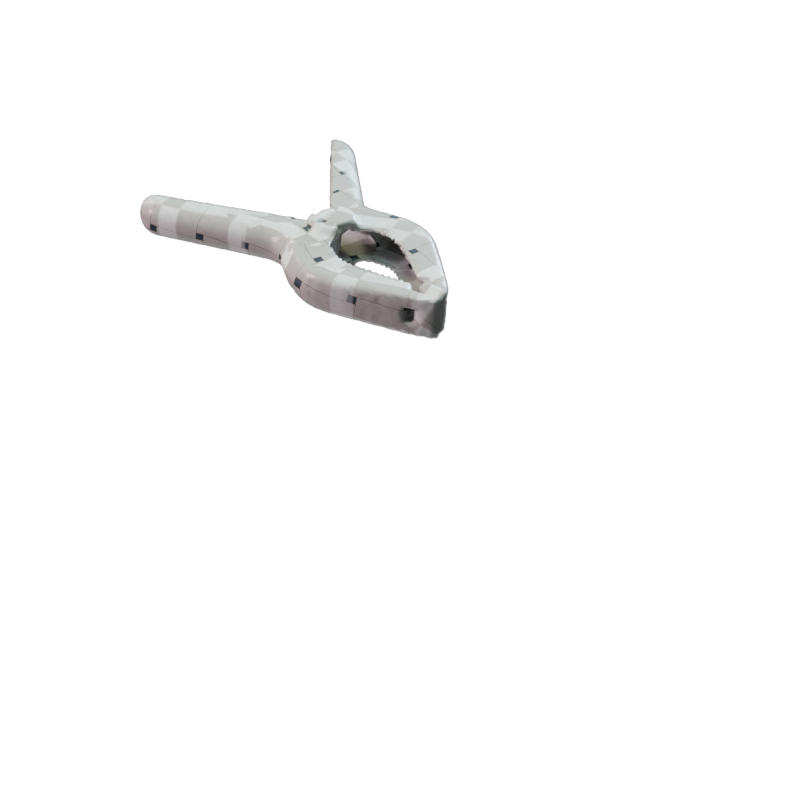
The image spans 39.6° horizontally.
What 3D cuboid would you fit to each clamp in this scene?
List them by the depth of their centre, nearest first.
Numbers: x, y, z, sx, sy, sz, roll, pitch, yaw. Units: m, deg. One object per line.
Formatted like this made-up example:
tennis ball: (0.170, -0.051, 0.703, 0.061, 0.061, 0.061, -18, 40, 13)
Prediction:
clamp: (-0.053, -0.098, 0.683, 0.162, 0.034, 0.227, -20, 41, -24)
